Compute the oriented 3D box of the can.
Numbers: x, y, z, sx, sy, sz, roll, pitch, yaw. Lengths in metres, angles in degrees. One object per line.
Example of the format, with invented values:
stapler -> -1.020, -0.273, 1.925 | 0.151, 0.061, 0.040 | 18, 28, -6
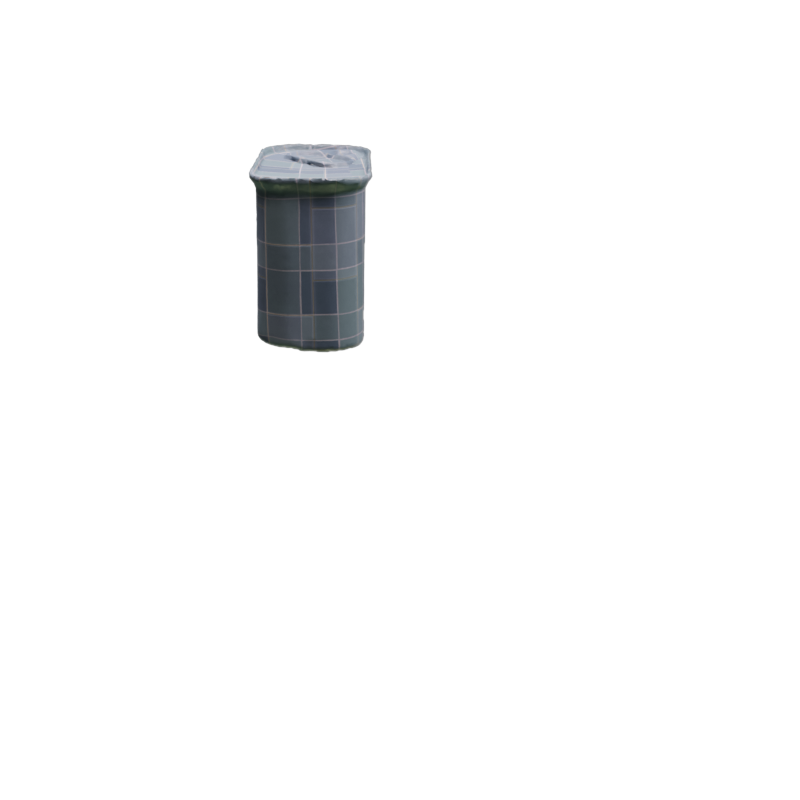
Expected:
can -> -0.043, -0.079, 0.555 | 0.057, 0.081, 0.106 | 0, 19, -1
